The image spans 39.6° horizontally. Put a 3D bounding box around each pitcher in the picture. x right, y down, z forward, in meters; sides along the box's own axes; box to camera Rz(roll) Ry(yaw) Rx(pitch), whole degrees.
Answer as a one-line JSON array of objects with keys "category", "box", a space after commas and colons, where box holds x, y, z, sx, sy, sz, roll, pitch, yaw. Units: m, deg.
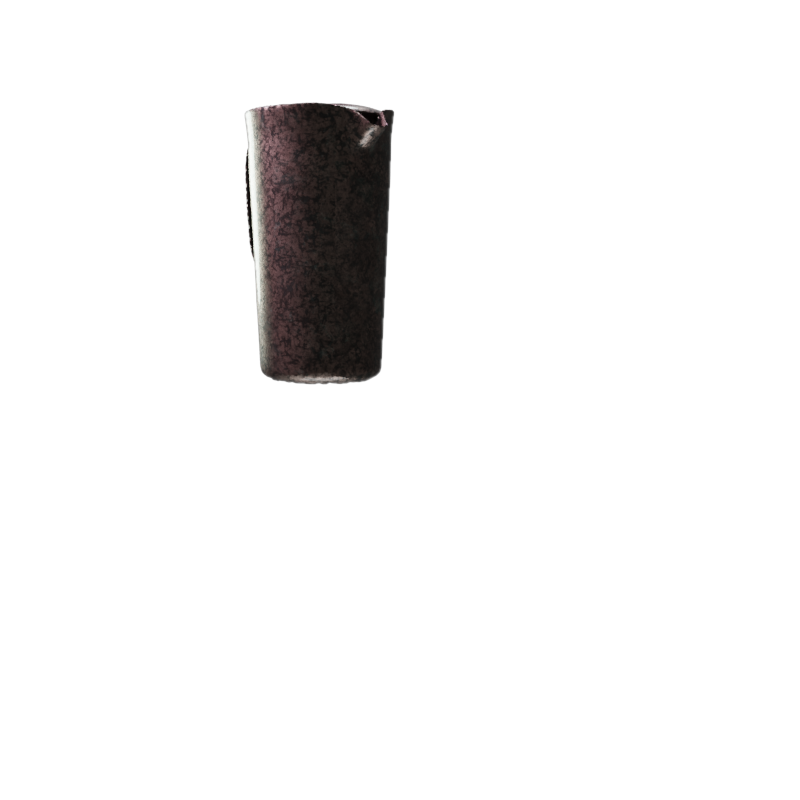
[{"category": "pitcher", "box": [-0.078, -0.142, 0.993, 0.146, 0.243, 0.148, 0, 1, 4]}]
